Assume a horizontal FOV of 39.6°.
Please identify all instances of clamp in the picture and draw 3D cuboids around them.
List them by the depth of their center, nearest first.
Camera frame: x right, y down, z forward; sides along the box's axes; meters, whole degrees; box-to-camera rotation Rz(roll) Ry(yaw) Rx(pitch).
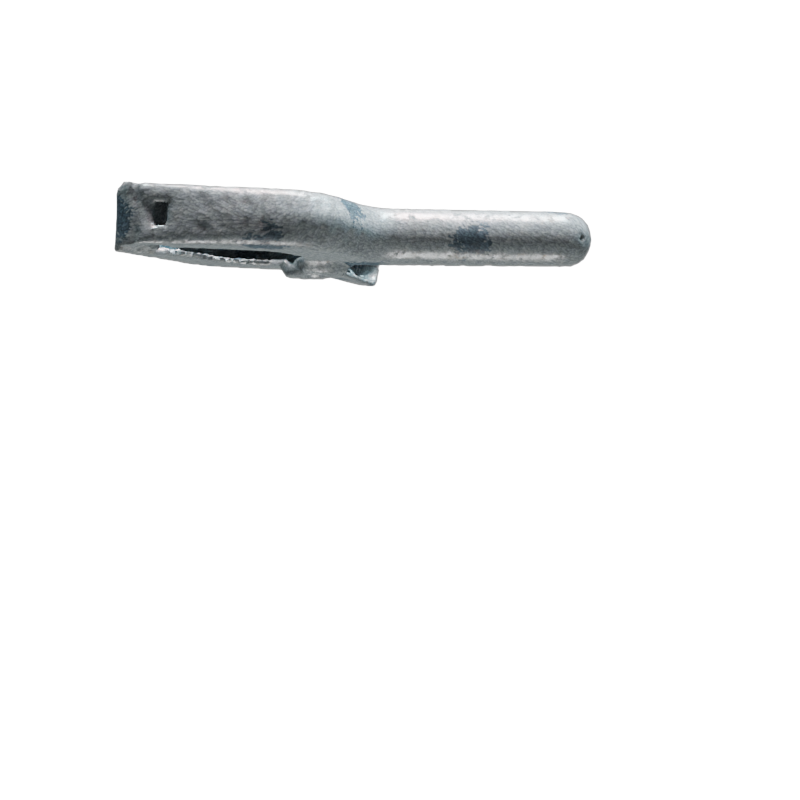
[{"bbox_3d":[-0.041,-0.075,0.526,0.202,0.037,0.169,0,0,-32],"label":"clamp"}]
